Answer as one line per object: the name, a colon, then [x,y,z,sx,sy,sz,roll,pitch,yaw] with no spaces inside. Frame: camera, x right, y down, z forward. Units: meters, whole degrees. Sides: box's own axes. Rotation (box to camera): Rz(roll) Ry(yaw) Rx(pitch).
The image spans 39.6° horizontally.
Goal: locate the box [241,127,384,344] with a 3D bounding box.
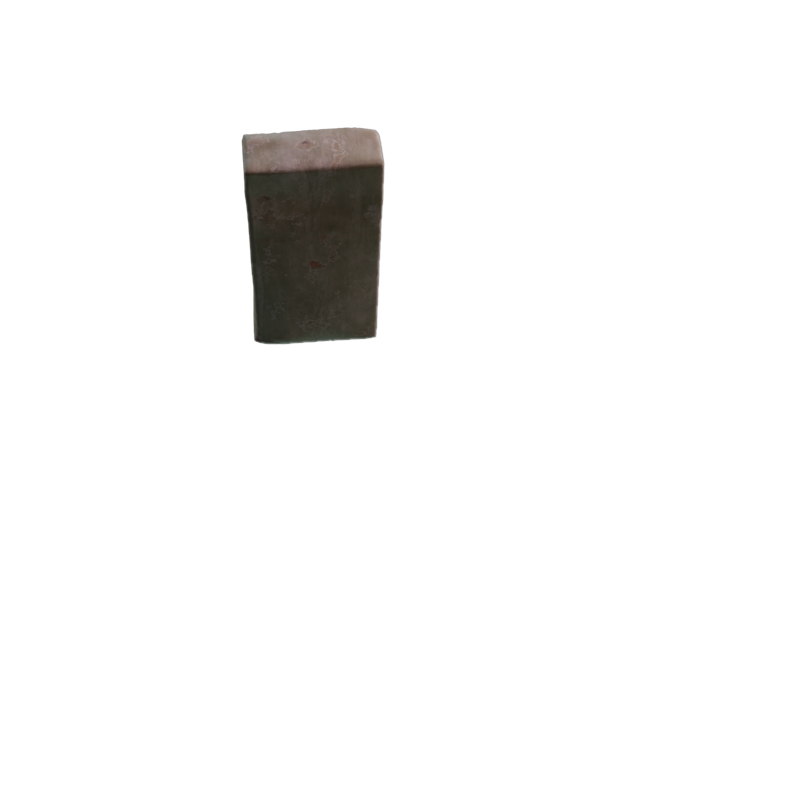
box: [-0.061,-0.112,0.781,0.093,0.052,0.164,-3,-42,-6]
